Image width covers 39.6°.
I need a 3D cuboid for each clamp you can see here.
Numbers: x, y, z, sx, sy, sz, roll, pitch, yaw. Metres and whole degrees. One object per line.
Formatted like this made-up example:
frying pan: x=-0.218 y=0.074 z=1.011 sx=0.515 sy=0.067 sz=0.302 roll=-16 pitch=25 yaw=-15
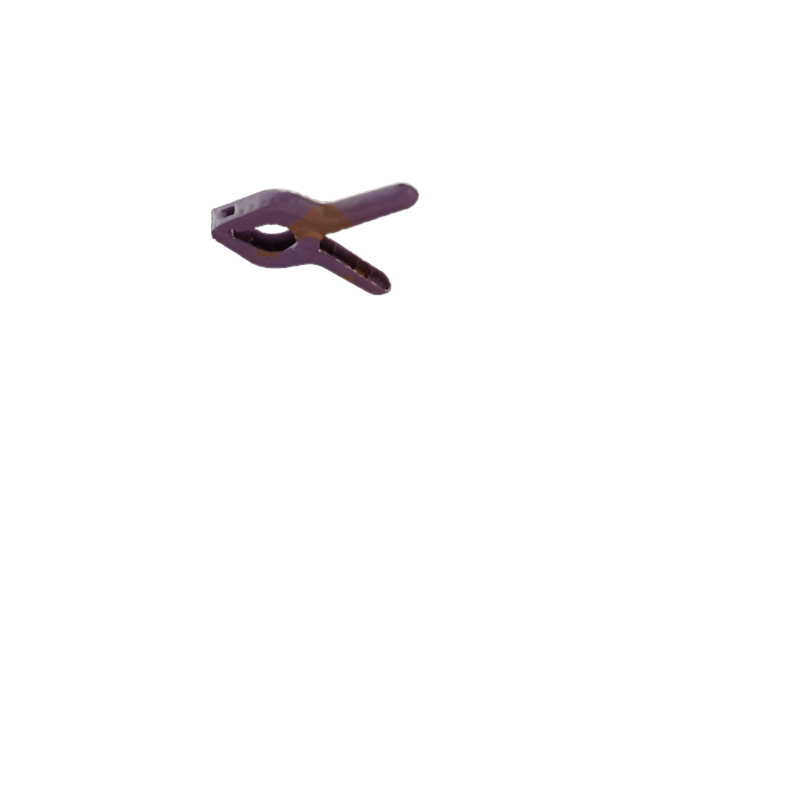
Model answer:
clamp: x=-0.073 y=-0.134 z=0.938 sx=0.171 sy=0.112 sz=0.042 roll=1 pitch=40 yaw=-1
